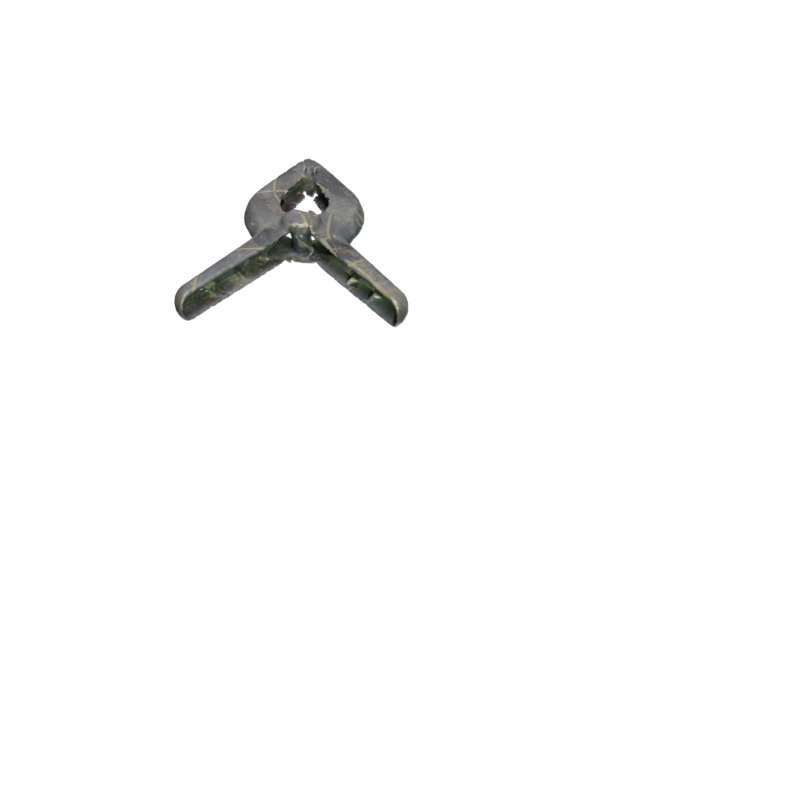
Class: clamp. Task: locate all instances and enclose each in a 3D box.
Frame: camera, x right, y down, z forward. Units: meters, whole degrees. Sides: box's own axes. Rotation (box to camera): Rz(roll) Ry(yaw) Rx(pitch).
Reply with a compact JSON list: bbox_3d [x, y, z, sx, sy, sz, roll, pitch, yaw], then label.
[{"bbox_3d":[-0.067,-0.121,0.850,0.167,0.034,0.222,5,39,7],"label":"clamp"}]
